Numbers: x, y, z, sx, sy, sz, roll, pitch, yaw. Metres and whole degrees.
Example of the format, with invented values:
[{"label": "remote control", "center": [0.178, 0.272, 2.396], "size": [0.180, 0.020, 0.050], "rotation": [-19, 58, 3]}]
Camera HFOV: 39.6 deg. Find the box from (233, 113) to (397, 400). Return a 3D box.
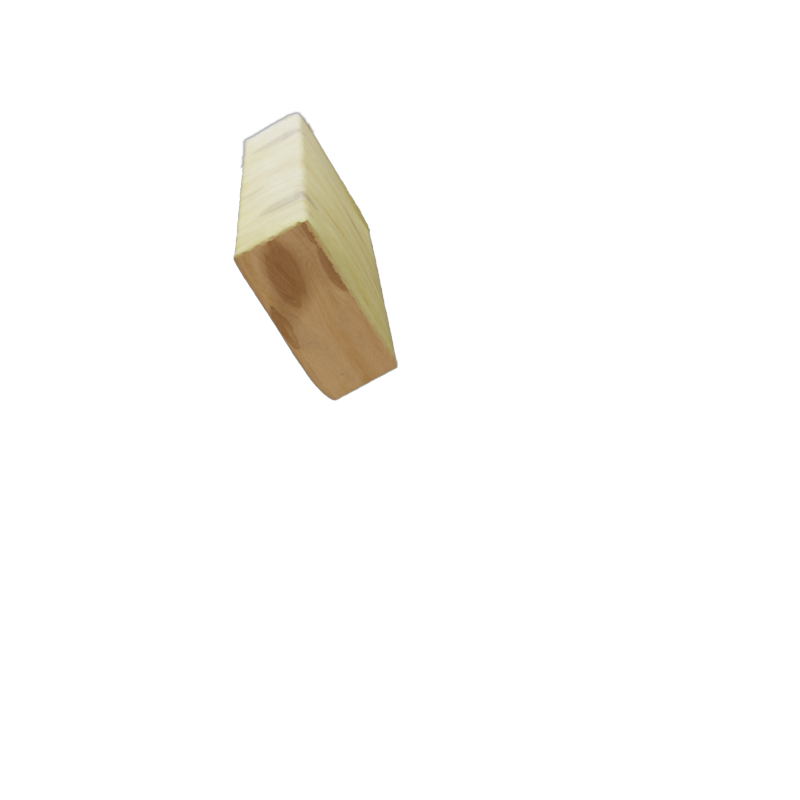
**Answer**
[{"label": "box", "center": [-0.047, -0.085, 0.597], "size": [0.048, 0.088, 0.187], "rotation": [-27, 28, 11]}]
